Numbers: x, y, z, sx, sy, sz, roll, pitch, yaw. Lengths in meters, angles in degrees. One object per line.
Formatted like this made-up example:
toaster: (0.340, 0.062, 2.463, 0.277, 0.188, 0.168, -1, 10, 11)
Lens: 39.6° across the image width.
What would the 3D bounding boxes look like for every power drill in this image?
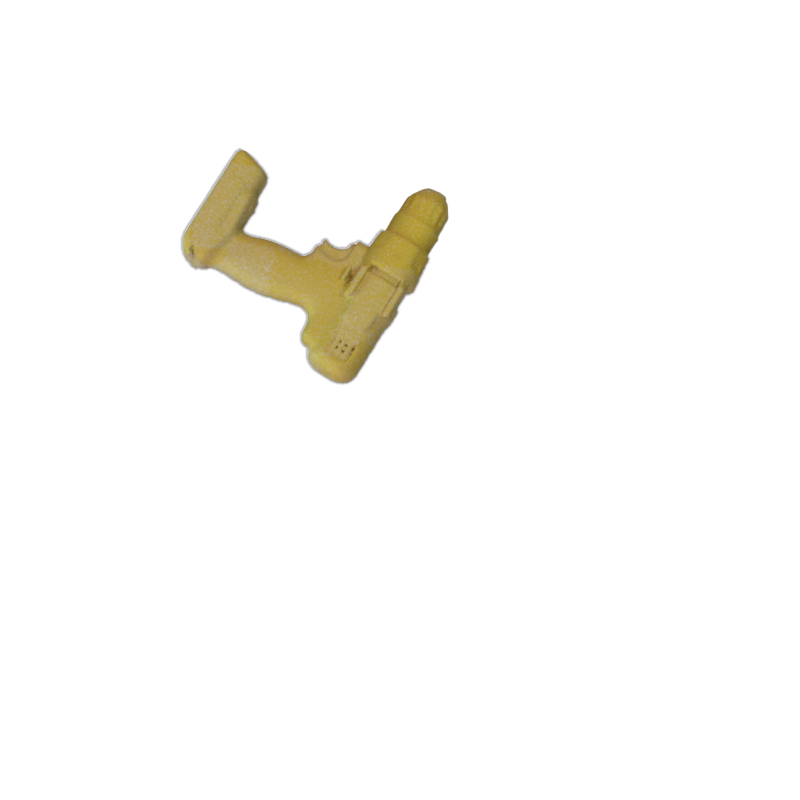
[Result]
power drill: (-0.073, -0.133, 0.932, 0.192, 0.188, 0.055, 30, -15, 8)
